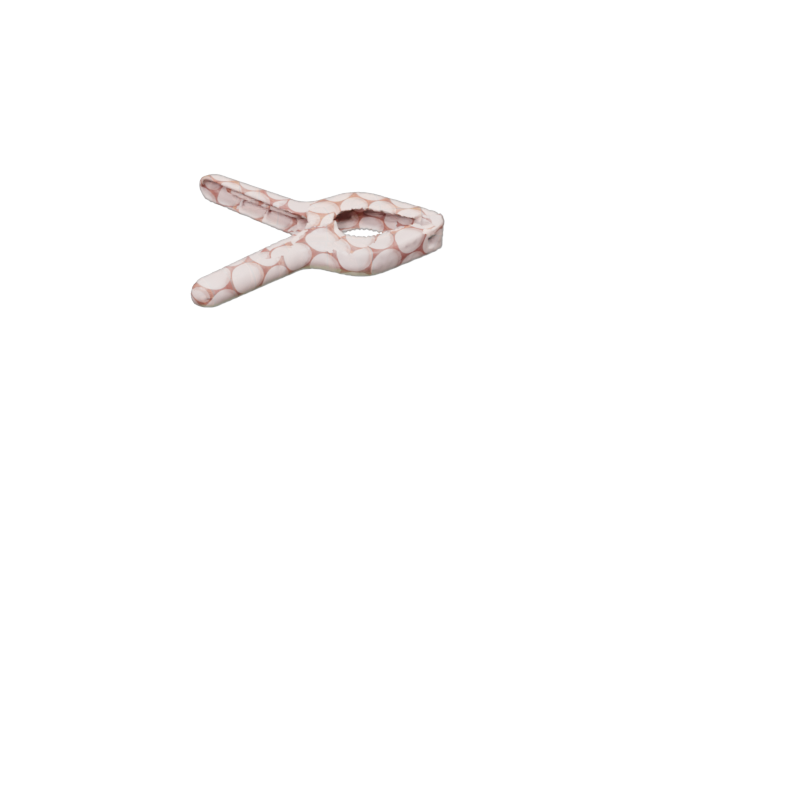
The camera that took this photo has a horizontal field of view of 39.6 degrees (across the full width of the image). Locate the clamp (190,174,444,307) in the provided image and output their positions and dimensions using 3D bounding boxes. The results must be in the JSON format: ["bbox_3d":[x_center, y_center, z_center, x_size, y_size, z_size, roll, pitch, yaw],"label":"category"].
[{"bbox_3d":[-0.070,-0.128,0.896,0.211,0.034,0.176,2,42,2],"label":"clamp"}]
